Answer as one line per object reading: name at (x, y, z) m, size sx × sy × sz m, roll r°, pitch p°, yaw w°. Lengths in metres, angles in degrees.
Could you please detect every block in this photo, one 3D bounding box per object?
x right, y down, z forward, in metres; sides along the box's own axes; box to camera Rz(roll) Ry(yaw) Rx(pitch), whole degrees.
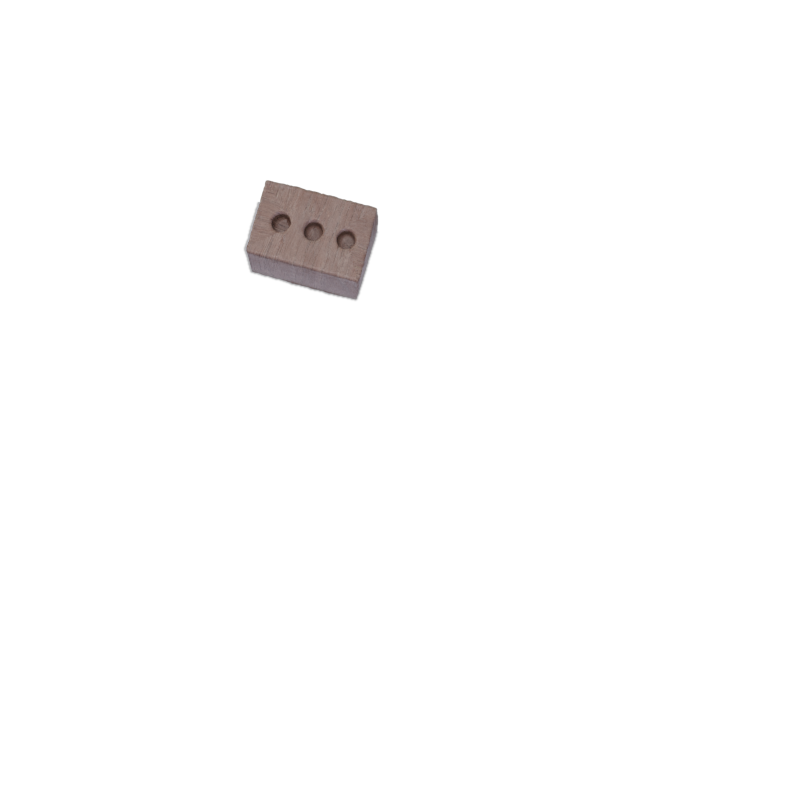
block at (-0.058, -0.105, 0.737) m, size 0.078 × 0.054 × 0.049 m, roll 14°, pitch -14°, yaw 2°
